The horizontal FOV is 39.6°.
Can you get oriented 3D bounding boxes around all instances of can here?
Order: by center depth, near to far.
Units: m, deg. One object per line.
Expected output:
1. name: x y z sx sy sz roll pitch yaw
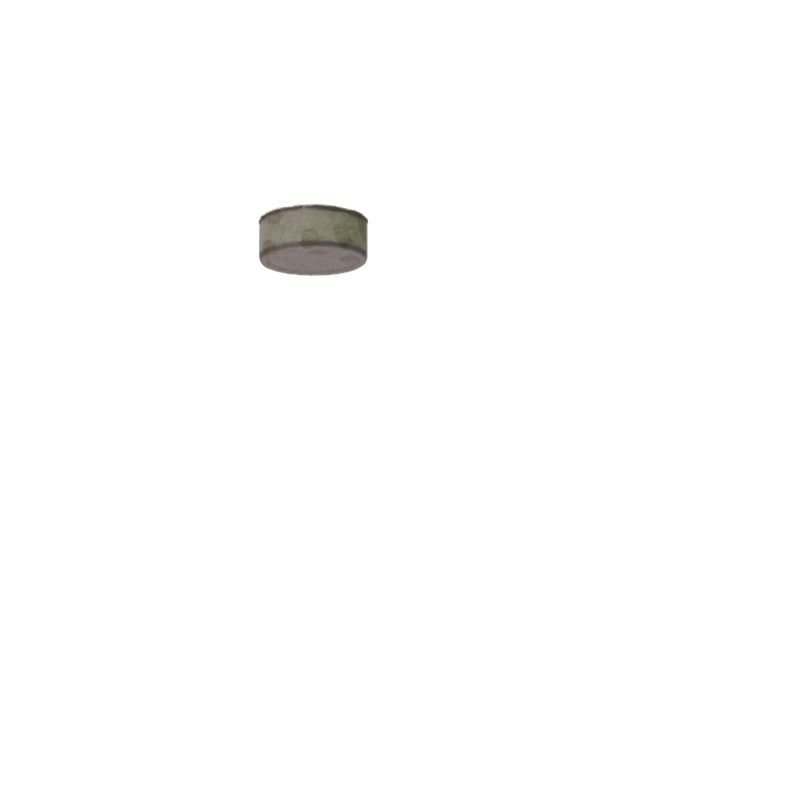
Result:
1. can: -0.068 -0.123 0.862 0.086 0.035 0.083 0 -10 -2
